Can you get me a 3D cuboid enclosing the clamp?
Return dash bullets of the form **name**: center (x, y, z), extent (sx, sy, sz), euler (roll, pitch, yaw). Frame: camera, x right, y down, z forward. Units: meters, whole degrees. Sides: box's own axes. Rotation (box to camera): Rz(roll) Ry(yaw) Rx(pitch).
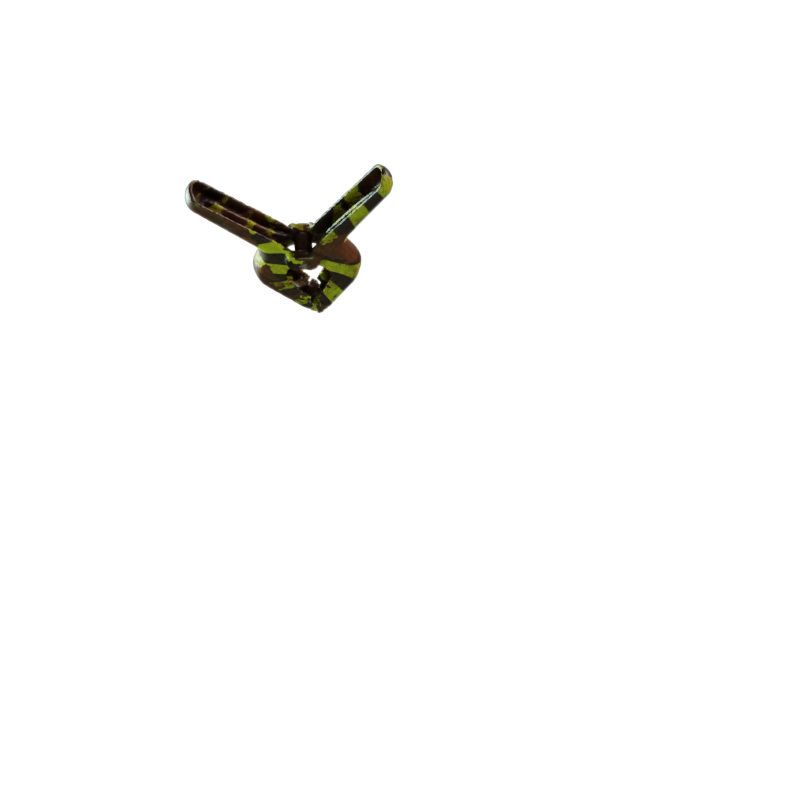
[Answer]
- **clamp**: center (-0.074, -0.135, 0.944), extent (0.166, 0.039, 0.196), euler (-5, -25, 11)
